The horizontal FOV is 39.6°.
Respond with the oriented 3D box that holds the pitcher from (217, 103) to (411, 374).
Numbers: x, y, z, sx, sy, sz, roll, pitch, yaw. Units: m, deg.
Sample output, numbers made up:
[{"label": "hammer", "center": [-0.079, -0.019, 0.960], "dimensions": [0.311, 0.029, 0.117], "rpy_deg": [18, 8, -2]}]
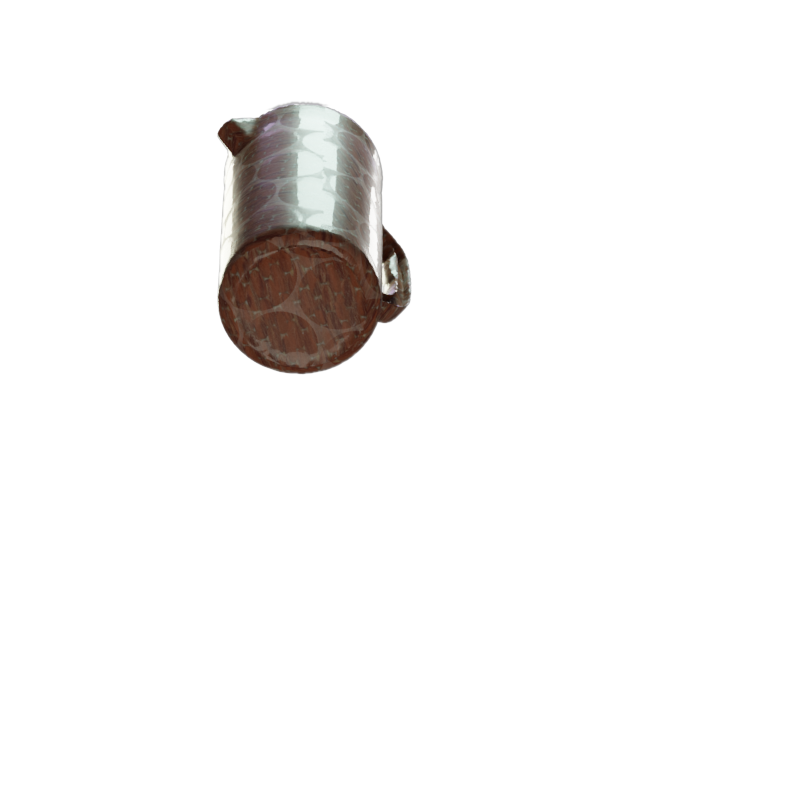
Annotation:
[{"label": "pitcher", "center": [-0.065, -0.118, 0.826], "dimensions": [0.149, 0.137, 0.258], "rpy_deg": [-4, 30, -1]}]
